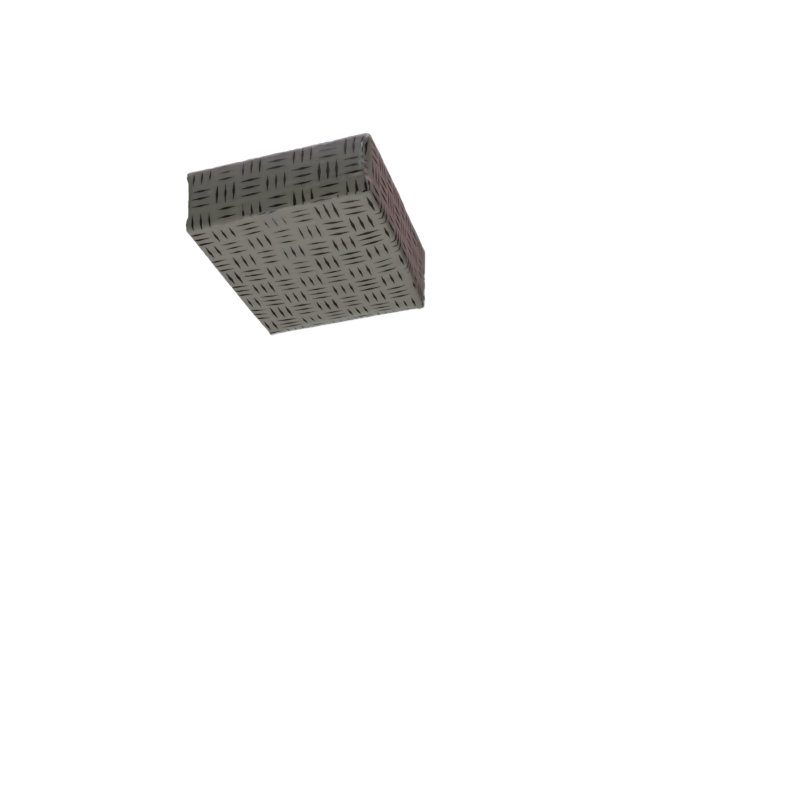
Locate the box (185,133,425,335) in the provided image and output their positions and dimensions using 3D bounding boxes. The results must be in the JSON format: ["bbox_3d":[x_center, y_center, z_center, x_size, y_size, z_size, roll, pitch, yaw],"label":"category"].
[{"bbox_3d":[-0.042,-0.077,0.543,0.091,0.041,0.105,-8,-30,14],"label":"box"}]
